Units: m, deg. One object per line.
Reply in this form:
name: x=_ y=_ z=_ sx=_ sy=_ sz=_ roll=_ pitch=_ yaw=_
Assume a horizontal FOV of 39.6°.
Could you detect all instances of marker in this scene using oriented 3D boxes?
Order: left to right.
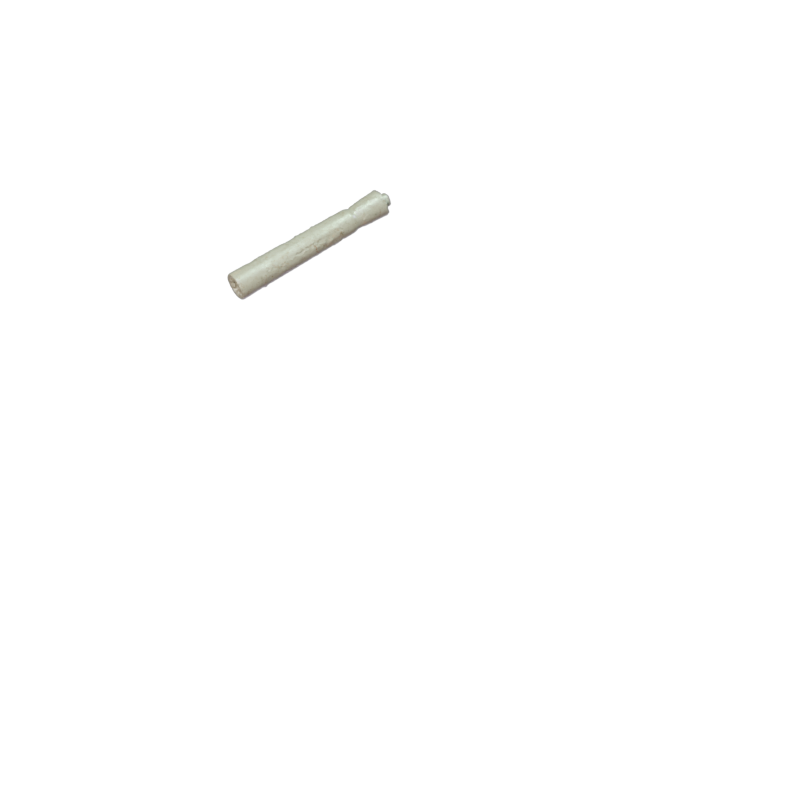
marker: x=-0.056 y=-0.102 z=0.715 sx=0.121 sy=0.019 sz=0.020 roll=-33 pitch=17 yaw=-20
